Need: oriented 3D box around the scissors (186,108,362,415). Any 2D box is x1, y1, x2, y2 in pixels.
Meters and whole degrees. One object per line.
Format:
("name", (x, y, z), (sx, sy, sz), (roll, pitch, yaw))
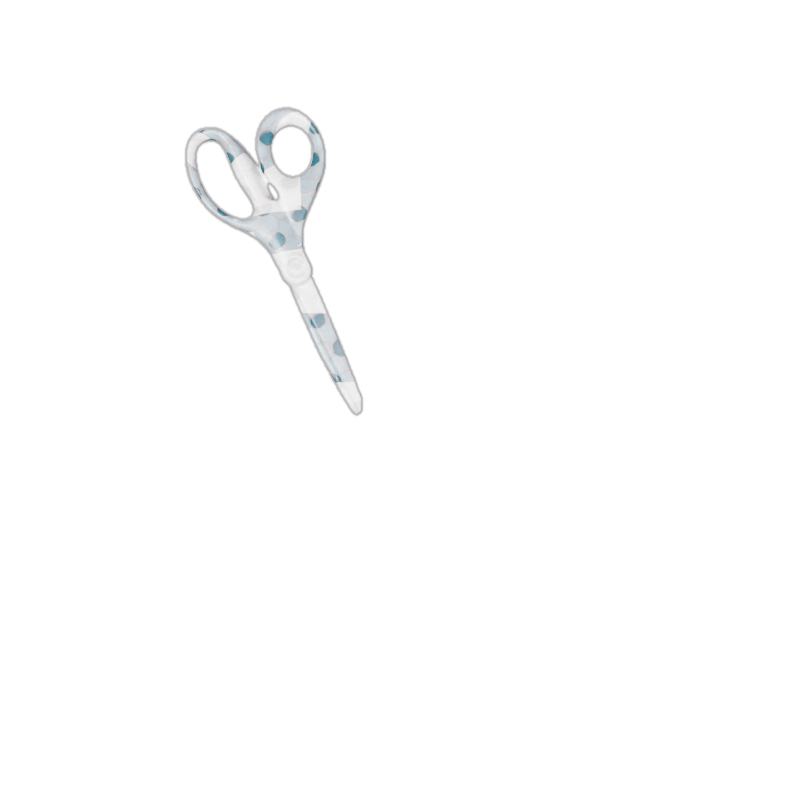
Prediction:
("scissors", (-0.054, -0.099, 0.695), (0.096, 0.206, 0.015), (-39, -8, -6))
